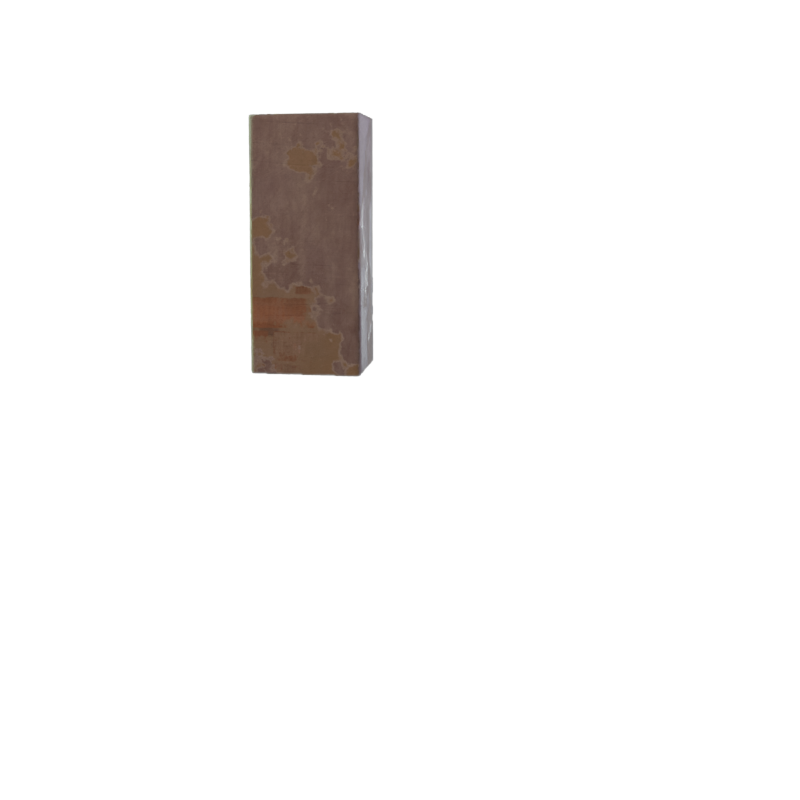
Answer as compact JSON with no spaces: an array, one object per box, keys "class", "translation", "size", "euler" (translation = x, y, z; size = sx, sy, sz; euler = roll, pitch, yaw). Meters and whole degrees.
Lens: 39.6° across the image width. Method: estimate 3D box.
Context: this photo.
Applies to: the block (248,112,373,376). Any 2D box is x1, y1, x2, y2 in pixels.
[{"class":"block","translation":[-0.072,-0.130,0.911],"size":[0.092,0.204,0.090],"euler":[1,4,8]}]
